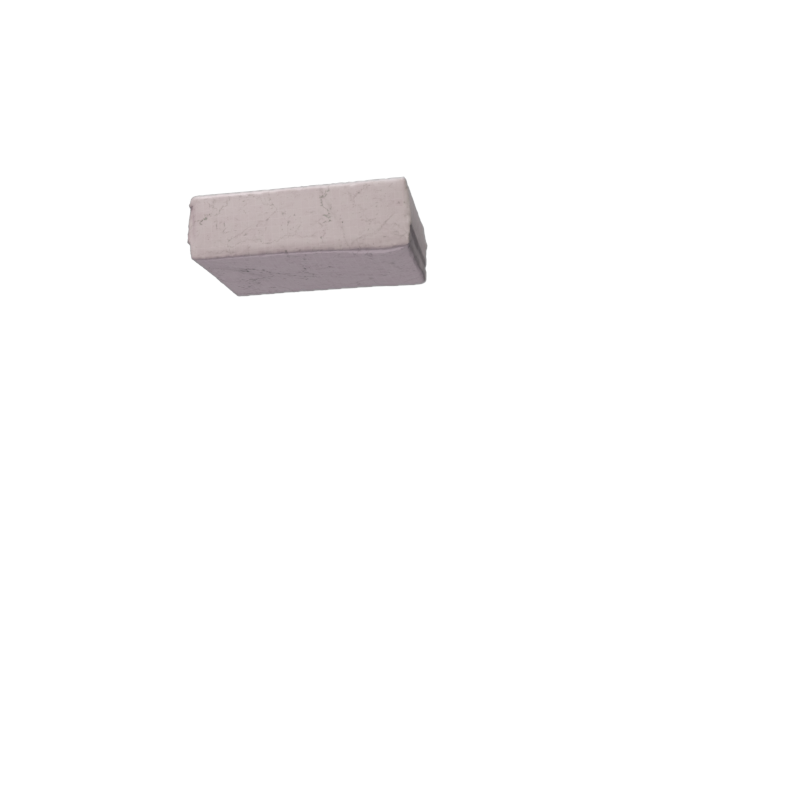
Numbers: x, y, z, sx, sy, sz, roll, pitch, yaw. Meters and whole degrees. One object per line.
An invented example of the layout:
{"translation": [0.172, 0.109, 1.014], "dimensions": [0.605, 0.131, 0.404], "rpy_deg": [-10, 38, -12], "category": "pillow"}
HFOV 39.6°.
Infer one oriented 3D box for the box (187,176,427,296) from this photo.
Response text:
{"translation": [-0.046, -0.084, 0.588], "dimensions": [0.115, 0.040, 0.086], "rpy_deg": [-1, -8, 9], "category": "box"}
